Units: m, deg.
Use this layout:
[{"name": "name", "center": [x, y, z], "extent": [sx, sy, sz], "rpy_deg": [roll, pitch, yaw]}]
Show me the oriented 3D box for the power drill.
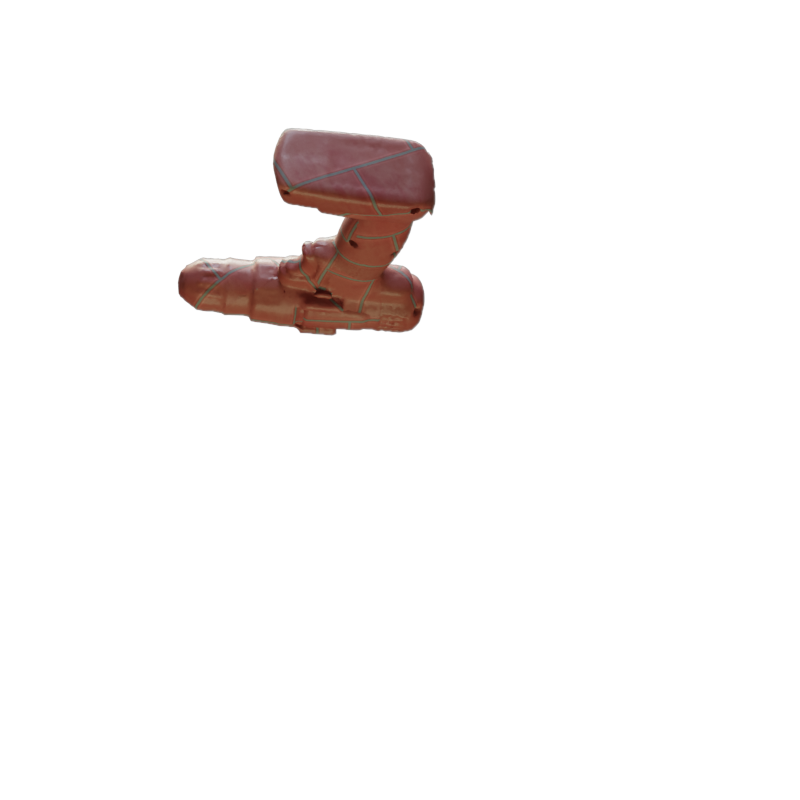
[{"name": "power drill", "center": [-0.061, -0.111, 0.776], "extent": [0.182, 0.061, 0.178], "rpy_deg": [4, -27, -9]}]
